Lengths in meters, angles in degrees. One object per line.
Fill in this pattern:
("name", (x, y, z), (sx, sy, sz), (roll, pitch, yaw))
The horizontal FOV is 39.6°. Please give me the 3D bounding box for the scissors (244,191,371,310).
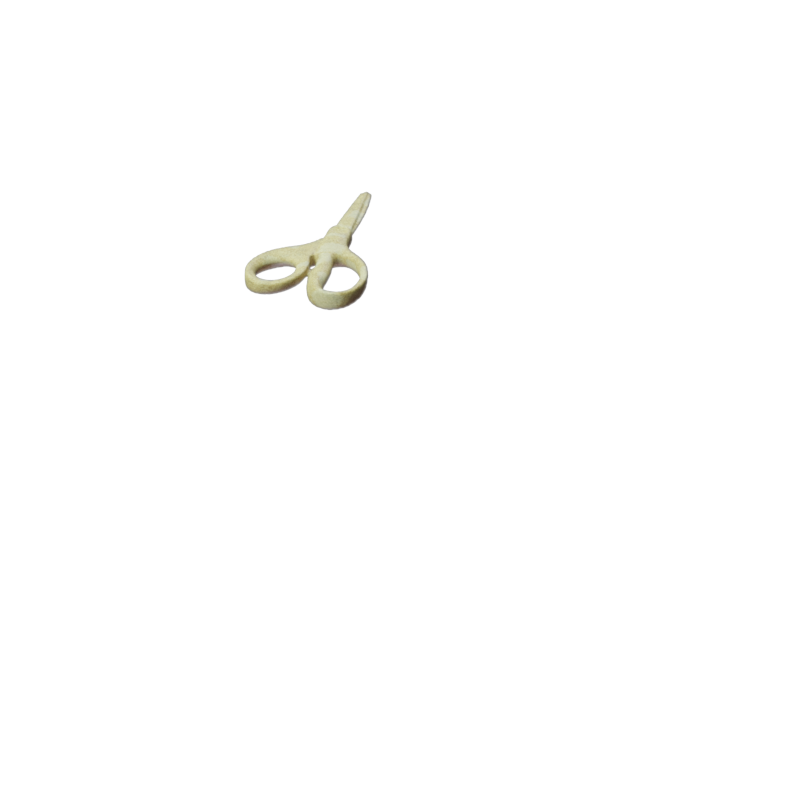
("scissors", (-0.066, -0.120, 0.837), (0.096, 0.015, 0.214), (-1, 30, -3))
